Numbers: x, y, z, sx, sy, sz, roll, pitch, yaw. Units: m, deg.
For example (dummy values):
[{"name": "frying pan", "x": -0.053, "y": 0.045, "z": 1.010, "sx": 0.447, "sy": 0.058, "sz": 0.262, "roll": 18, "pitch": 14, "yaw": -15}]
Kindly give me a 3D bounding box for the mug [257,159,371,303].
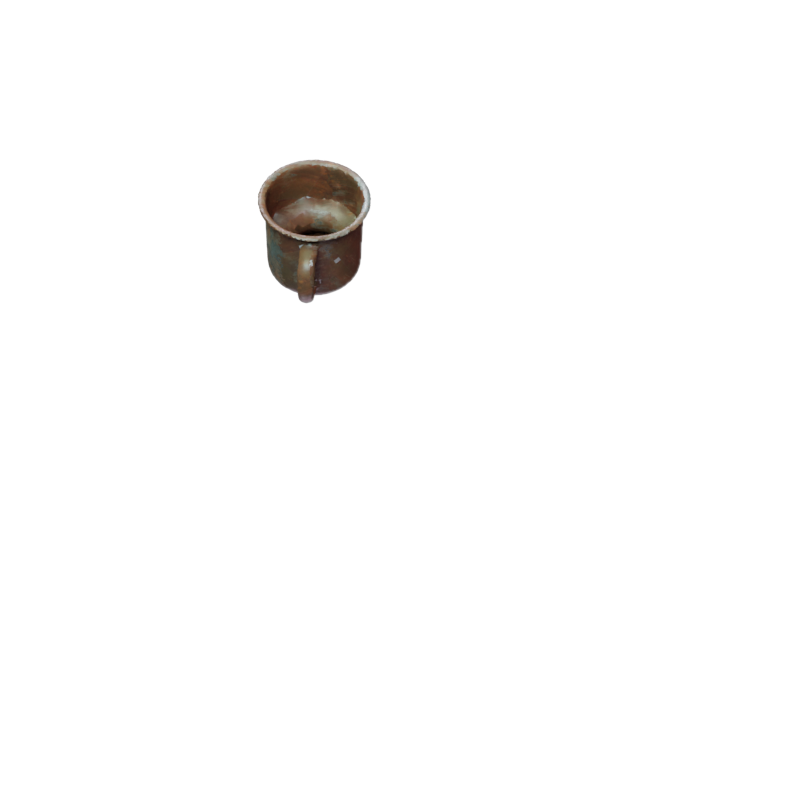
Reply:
[{"name": "mug", "x": -0.073, "y": -0.133, "z": 0.933, "sx": 0.093, "sy": 0.125, "sz": 0.076, "roll": 2, "pitch": -38, "yaw": 0}]
